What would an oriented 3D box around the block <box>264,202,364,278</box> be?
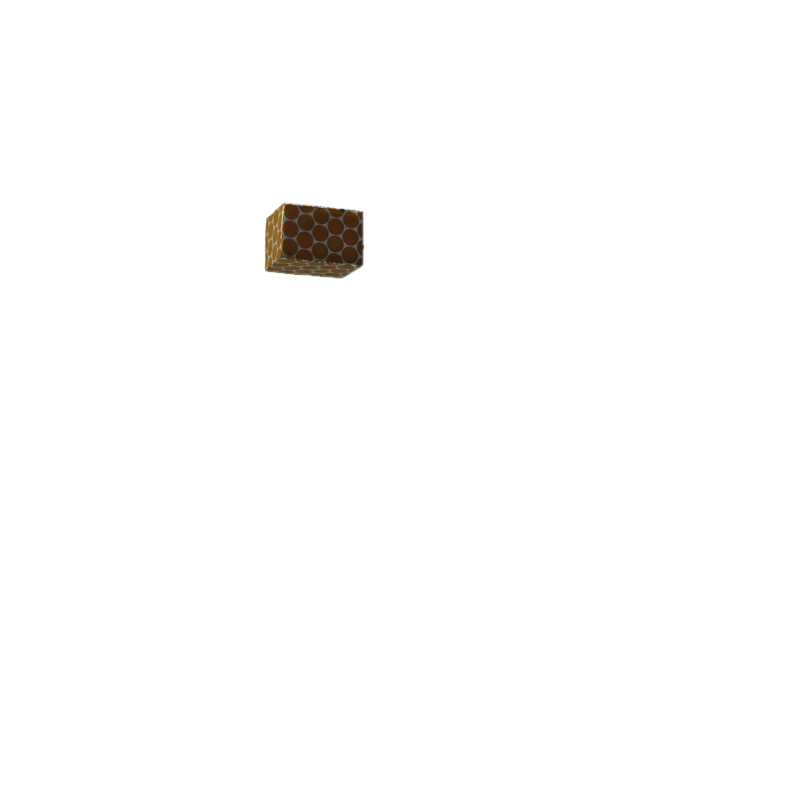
[{"bbox_3d":[-0.077,-0.141,0.988,0.076,0.053,0.053,4,-12,-22],"label":"block"}]
